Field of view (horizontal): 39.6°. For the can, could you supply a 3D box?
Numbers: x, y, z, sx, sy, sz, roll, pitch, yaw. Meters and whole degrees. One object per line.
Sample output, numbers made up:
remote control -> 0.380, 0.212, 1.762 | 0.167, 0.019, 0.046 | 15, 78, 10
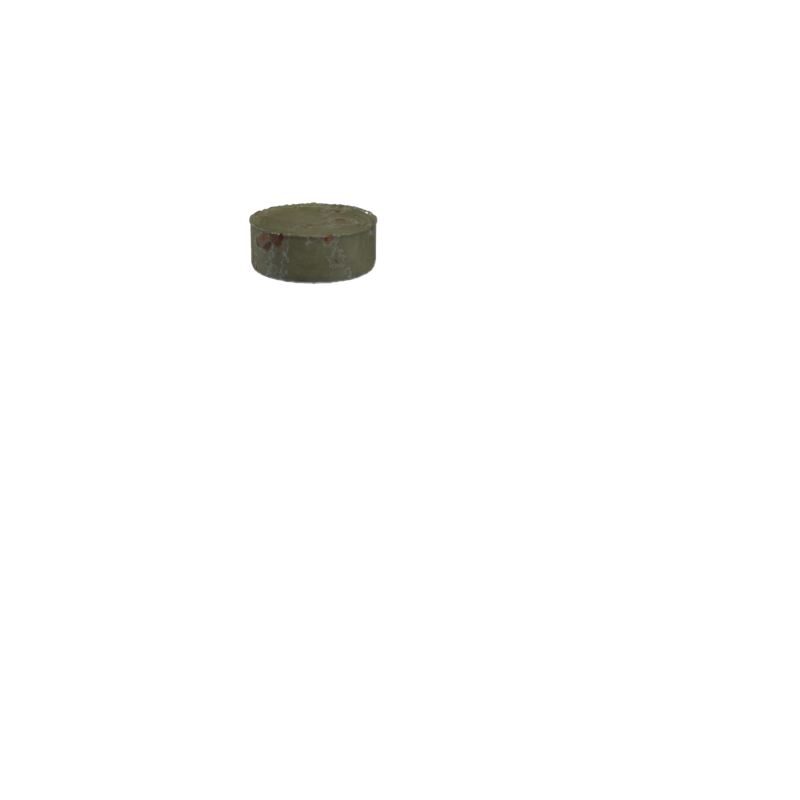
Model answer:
can -> -0.058, -0.106, 0.744 | 0.086, 0.032, 0.090 | -1, 23, -2
